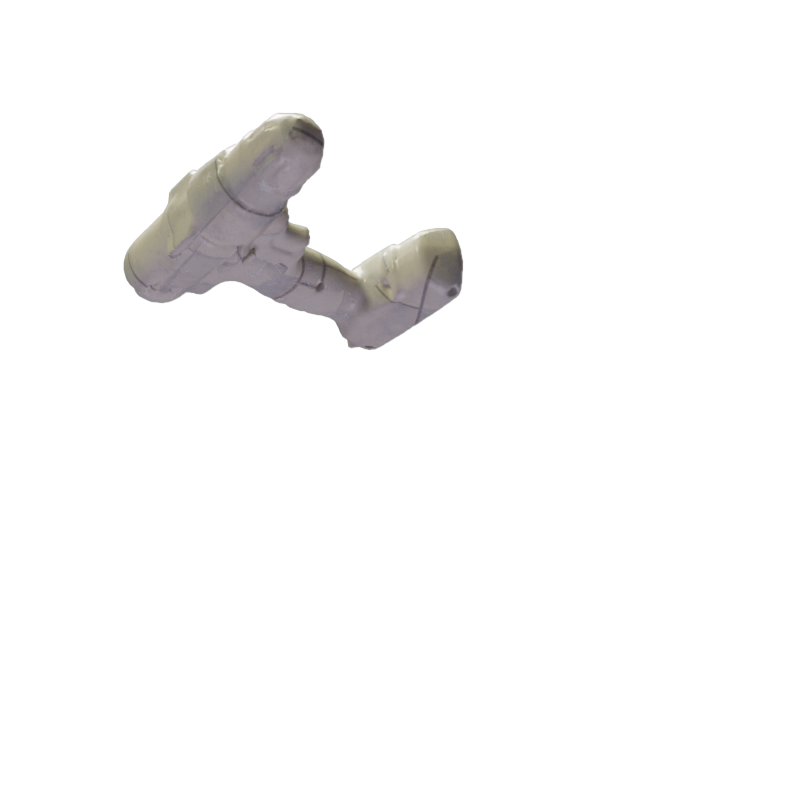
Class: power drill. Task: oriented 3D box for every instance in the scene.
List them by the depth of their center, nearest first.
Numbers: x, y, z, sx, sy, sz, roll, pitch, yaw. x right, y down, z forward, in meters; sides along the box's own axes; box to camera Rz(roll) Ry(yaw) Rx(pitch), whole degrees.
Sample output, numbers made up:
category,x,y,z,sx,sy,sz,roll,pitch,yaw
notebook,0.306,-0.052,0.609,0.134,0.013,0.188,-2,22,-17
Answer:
category,x,y,z,sx,sy,sz,roll,pitch,yaw
power drill,-0.054,-0.098,0.689,0.178,0.061,0.183,18,-32,-33
